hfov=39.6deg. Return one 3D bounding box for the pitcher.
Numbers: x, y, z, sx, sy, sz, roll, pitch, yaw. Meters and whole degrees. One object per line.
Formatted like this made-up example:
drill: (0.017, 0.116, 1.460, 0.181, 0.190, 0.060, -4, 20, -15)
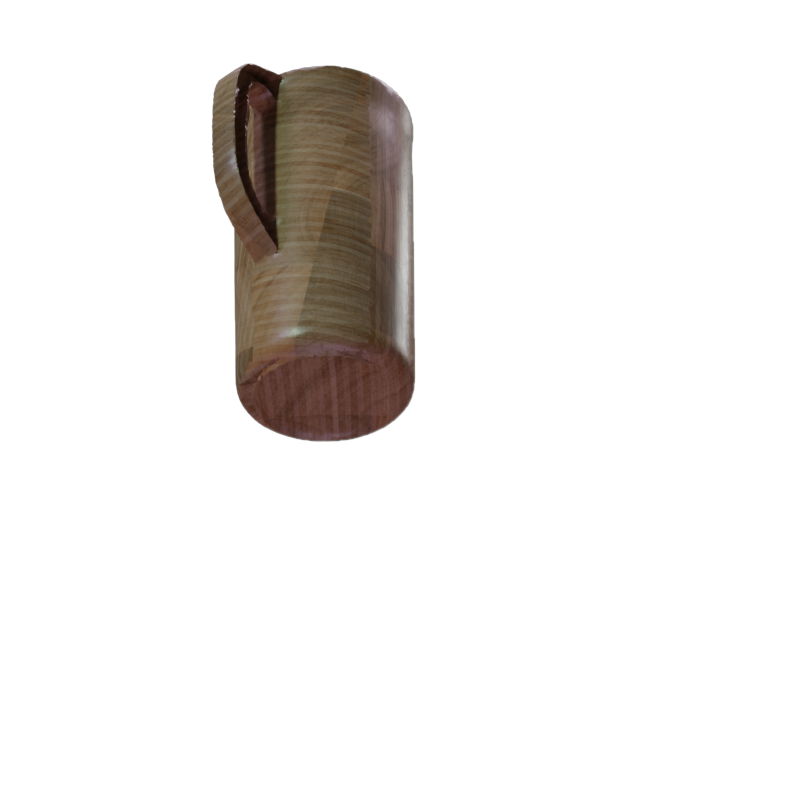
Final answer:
pitcher: (-0.057, -0.105, 0.734, 0.147, 0.261, 0.136, 4, -40, -9)
